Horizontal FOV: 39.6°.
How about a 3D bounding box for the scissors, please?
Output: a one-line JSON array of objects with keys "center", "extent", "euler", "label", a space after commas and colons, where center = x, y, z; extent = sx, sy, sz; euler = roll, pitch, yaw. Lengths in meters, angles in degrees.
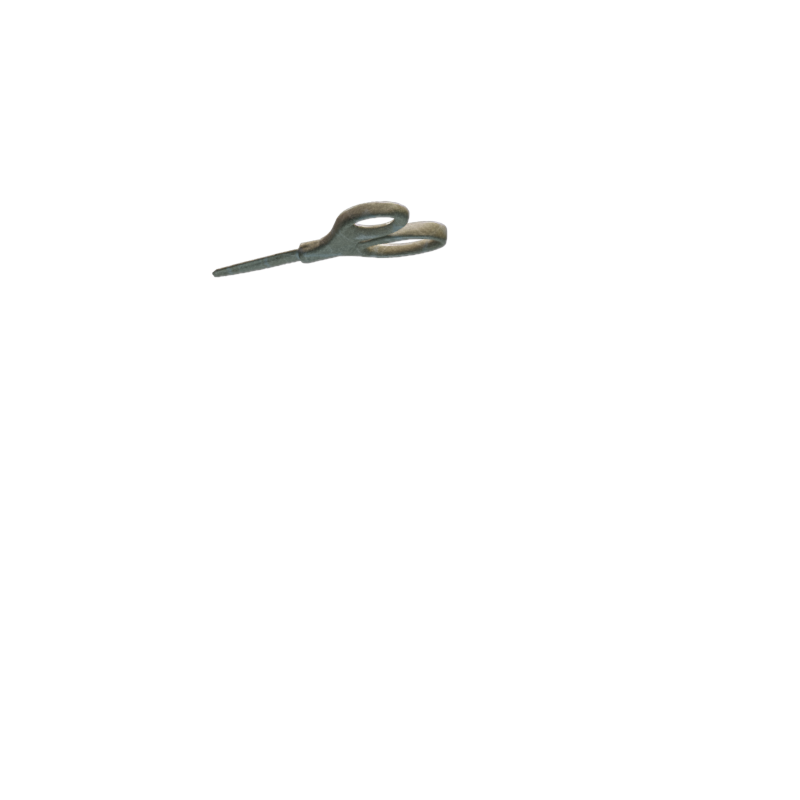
[{"center": [-0.066, -0.121, 0.849], "extent": [0.205, 0.016, 0.090], "euler": [-4, -16, 15], "label": "scissors"}]
